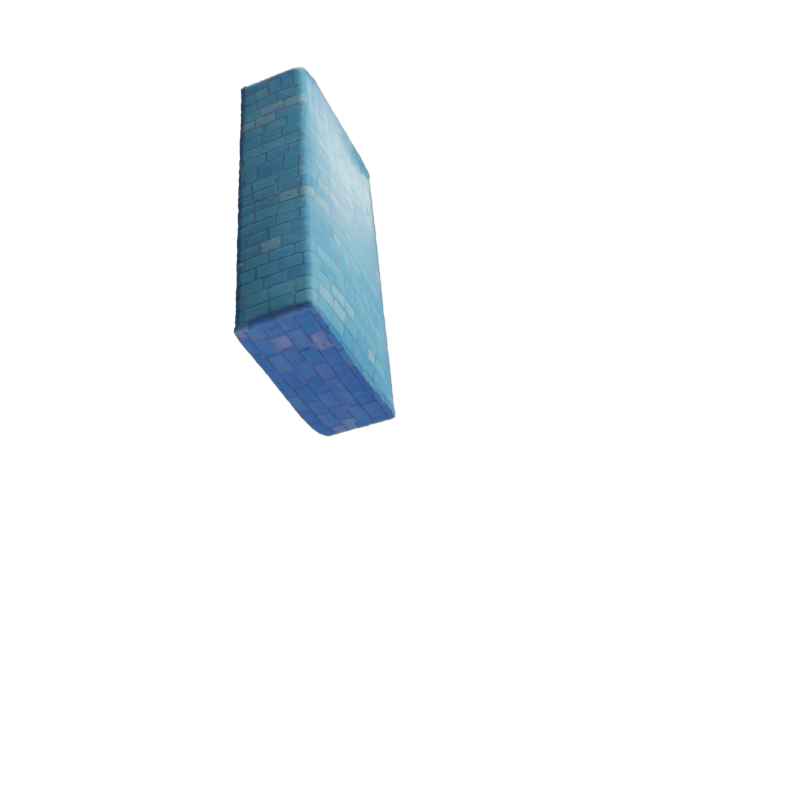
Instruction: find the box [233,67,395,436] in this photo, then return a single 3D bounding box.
[{"bbox_3d":[-0.044,-0.080,0.559,0.048,0.189,0.086,-18,-42,16],"label":"box"}]
